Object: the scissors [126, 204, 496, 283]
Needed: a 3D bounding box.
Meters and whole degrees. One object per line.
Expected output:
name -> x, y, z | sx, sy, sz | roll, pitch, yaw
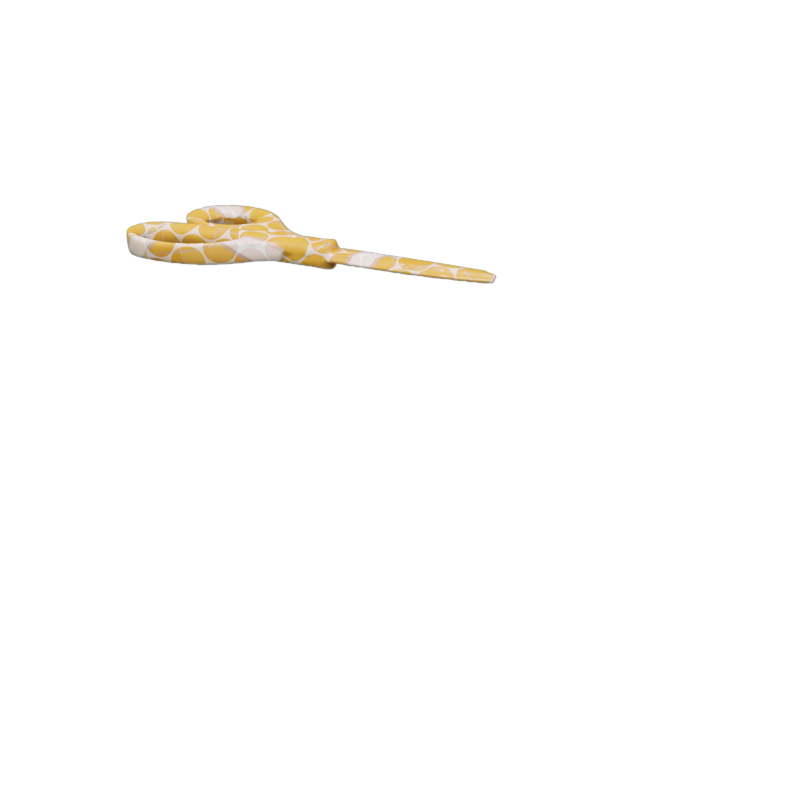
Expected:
scissors -> -0.047, -0.086, 0.603 | 0.205, 0.015, 0.099 | 5, 24, 11
